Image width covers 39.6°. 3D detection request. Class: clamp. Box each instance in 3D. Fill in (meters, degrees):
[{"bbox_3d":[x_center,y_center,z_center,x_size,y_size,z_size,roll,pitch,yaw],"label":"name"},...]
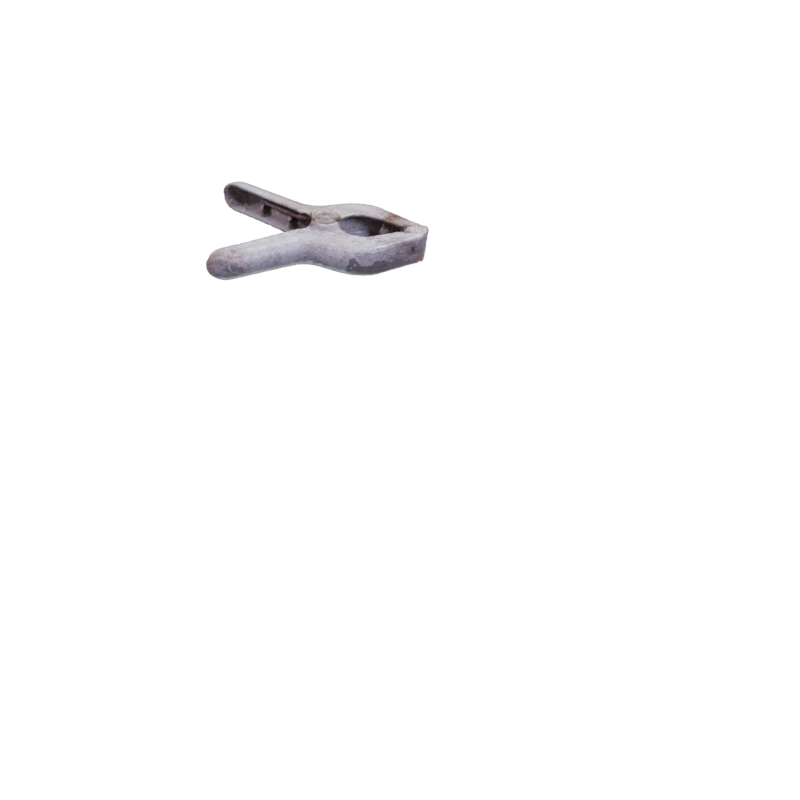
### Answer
[{"bbox_3d":[-0.067,-0.122,0.855,0.174,0.036,0.127,8,43,8],"label":"clamp"}]
